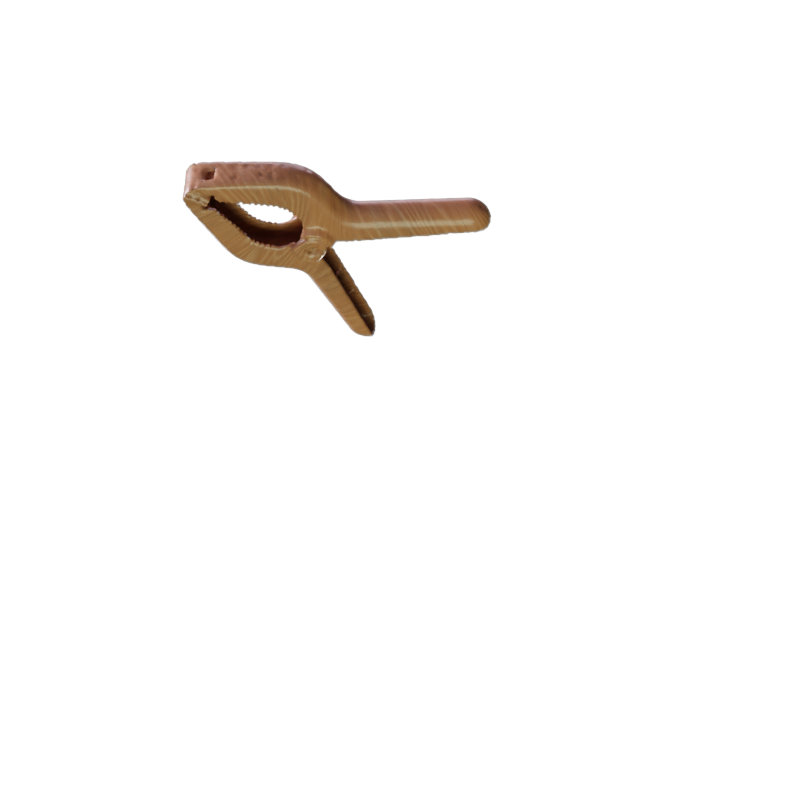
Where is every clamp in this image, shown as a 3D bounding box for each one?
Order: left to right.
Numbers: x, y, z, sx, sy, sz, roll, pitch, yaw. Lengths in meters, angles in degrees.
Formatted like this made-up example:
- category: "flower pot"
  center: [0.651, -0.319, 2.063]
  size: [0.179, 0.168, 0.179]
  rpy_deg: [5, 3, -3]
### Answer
- category: "clamp"
  center: [-0.063, -0.115, 0.806]
  size: [0.203, 0.039, 0.159]
  rpy_deg: [15, -40, -19]
